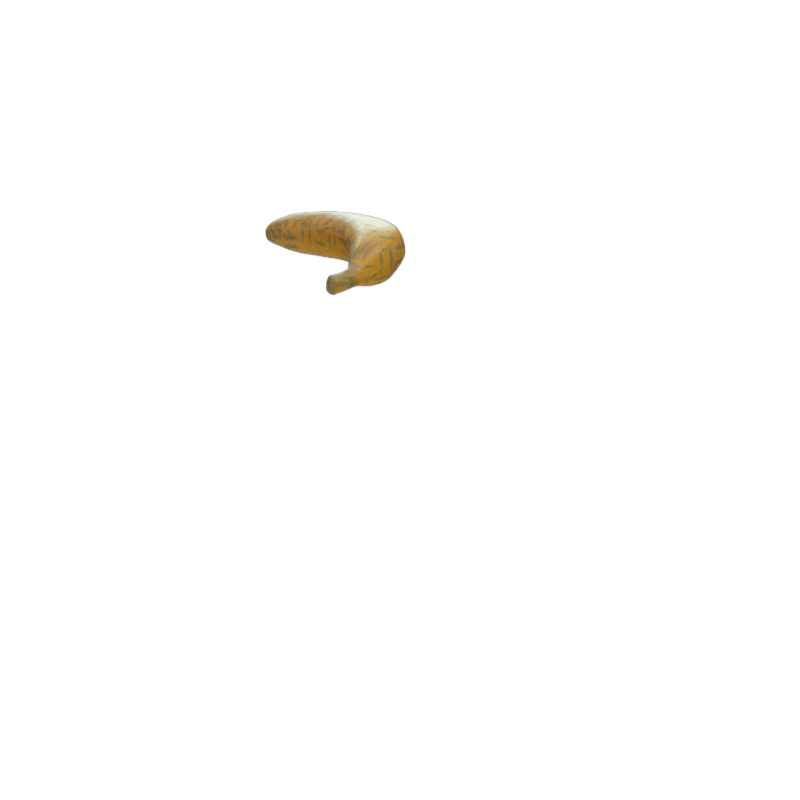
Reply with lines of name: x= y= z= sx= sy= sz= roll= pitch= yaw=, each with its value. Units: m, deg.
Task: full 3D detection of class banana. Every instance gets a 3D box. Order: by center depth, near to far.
banana: x=-0.041 y=-0.109 z=0.761 sx=0.068 sy=0.036 sz=0.207 roll=-4 pitch=16 yaw=-16
